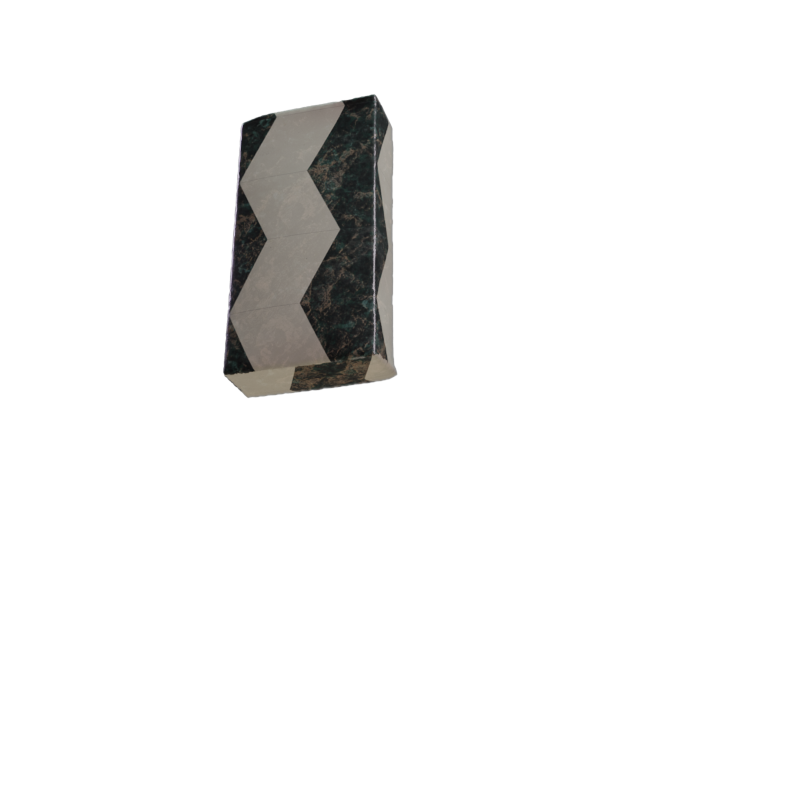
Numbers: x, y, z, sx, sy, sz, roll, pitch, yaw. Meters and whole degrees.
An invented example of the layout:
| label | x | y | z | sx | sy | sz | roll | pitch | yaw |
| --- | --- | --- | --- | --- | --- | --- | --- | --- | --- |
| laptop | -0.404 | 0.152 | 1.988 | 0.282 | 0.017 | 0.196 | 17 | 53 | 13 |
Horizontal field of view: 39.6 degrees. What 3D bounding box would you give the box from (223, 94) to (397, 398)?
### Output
| label | x | y | z | sx | sy | sz | roll | pitch | yaw |
| --- | --- | --- | --- | --- | --- | --- | --- | --- | --- |
| box | -0.052 | -0.094 | 0.661 | 0.095 | 0.187 | 0.045 | -9 | -27 | 15 |
